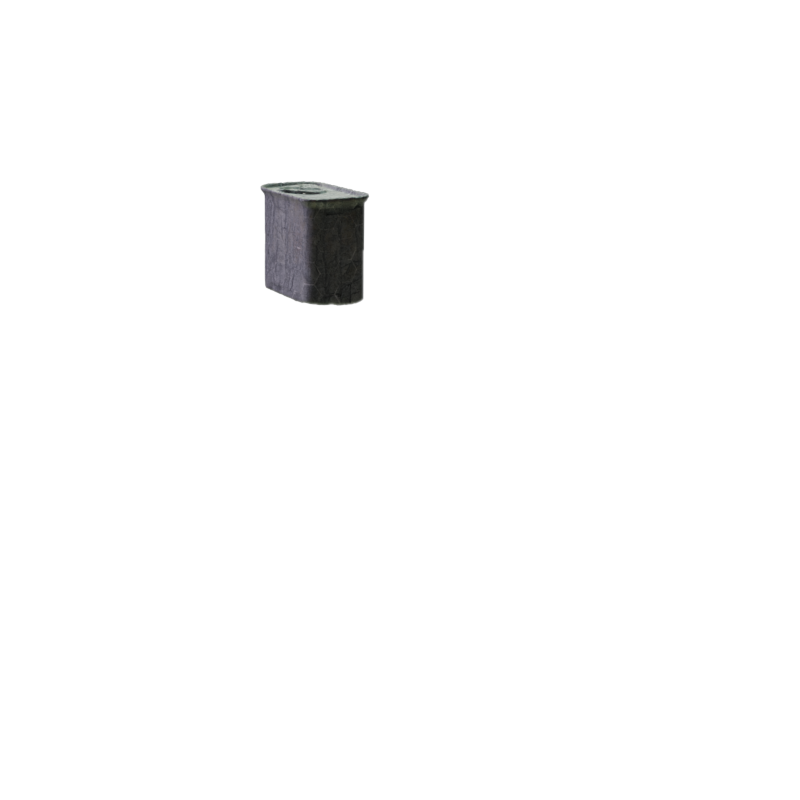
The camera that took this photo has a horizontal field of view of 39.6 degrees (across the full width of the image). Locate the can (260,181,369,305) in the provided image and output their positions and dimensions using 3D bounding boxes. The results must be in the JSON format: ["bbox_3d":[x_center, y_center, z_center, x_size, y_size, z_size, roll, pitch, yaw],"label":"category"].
[{"bbox_3d":[-0.069,-0.125,0.876,0.056,0.081,0.108,-7,17,-30],"label":"can"}]
